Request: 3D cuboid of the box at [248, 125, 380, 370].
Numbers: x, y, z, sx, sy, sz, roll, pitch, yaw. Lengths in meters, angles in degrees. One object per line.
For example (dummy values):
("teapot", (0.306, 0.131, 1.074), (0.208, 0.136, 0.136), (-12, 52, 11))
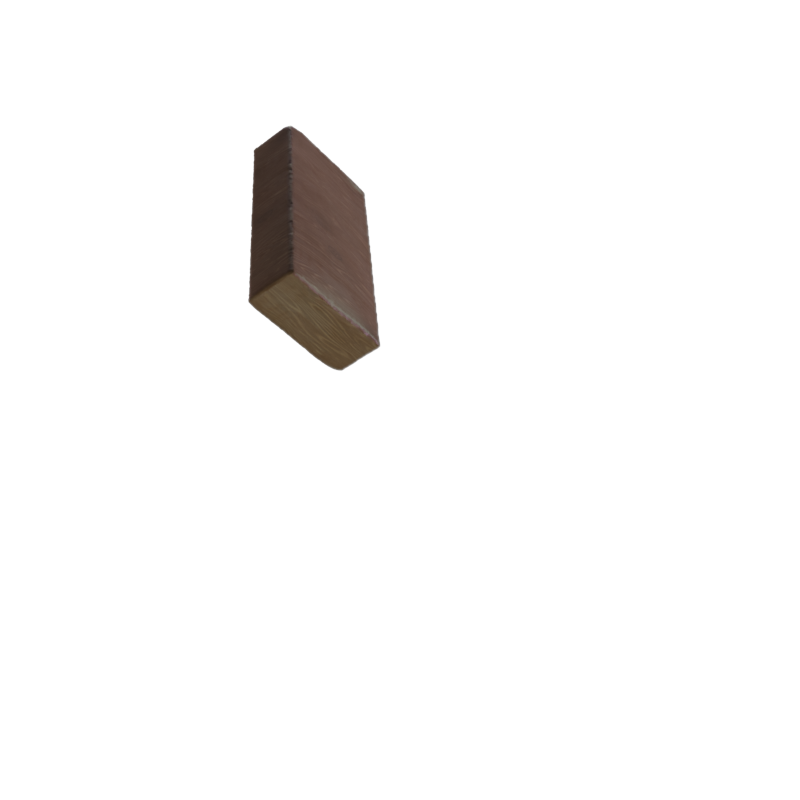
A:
("box", (-0.062, -0.114, 0.794), (0.048, 0.189, 0.087), (-32, -52, 25))
